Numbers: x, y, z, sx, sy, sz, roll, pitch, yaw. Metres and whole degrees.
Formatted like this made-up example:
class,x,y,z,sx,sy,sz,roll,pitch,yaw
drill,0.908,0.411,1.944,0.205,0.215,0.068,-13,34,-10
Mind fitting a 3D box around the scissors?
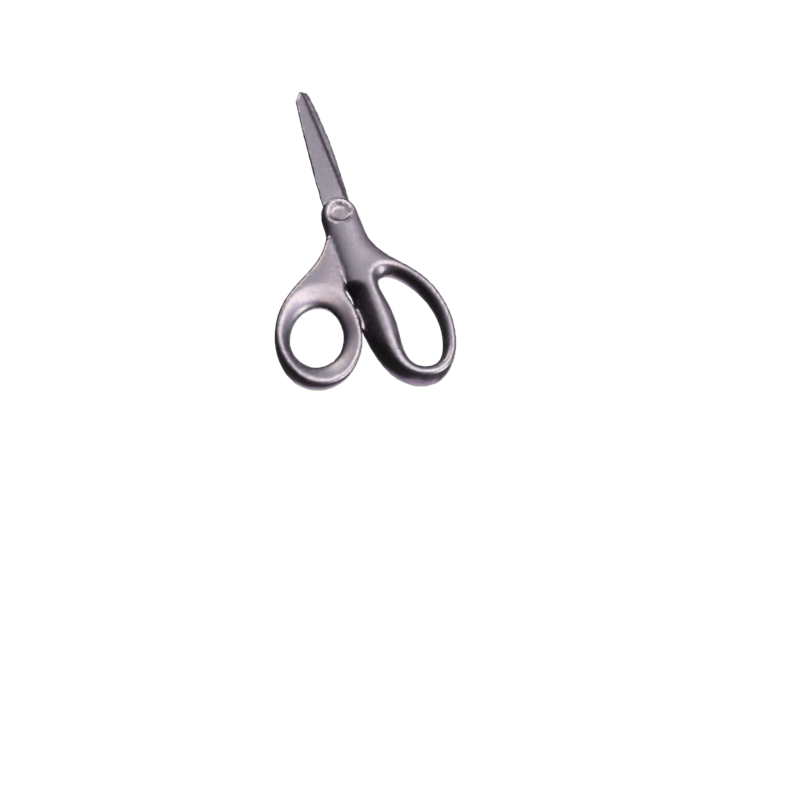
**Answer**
class,x,y,z,sx,sy,sz,roll,pitch,yaw
scissors,-0.045,-0.083,0.578,0.096,0.217,0.015,-24,-32,-16
